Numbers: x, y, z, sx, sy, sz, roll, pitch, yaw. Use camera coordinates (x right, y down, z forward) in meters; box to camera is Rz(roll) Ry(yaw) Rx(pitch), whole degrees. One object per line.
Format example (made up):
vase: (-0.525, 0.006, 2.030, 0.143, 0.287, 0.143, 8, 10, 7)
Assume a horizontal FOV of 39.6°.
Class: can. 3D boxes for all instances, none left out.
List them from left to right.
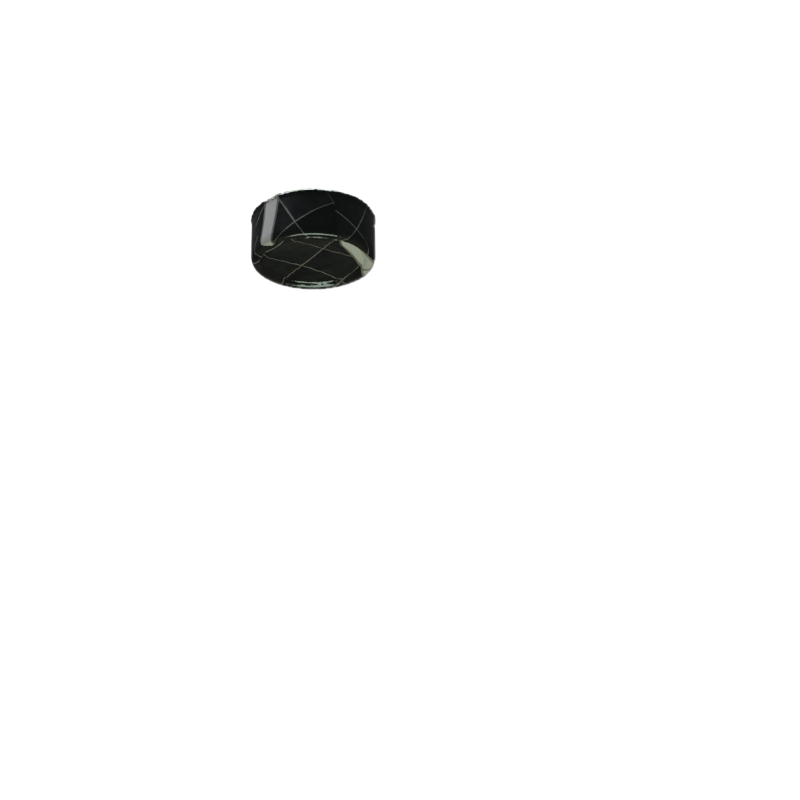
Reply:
can: (-0.059, -0.108, 0.755, 0.086, 0.035, 0.081, 1, -23, -2)
